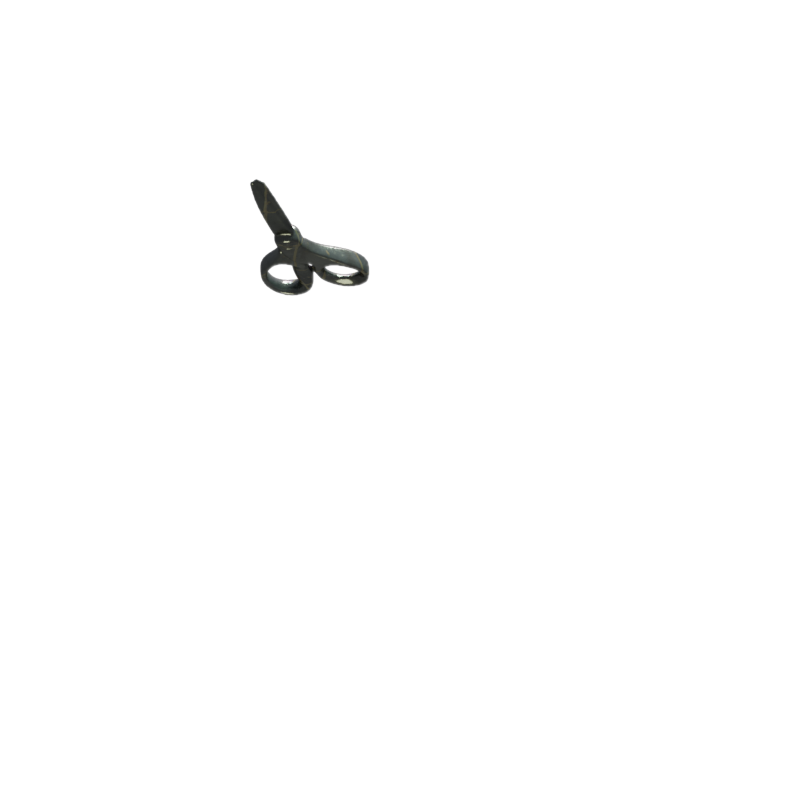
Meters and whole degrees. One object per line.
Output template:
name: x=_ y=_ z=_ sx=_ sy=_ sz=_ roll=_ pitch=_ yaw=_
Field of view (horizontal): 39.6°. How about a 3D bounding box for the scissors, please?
scissors: x=-0.065 y=-0.119 z=0.831 sx=0.095 sy=0.016 sz=0.194 roll=2 pitch=-15 yaw=-7
